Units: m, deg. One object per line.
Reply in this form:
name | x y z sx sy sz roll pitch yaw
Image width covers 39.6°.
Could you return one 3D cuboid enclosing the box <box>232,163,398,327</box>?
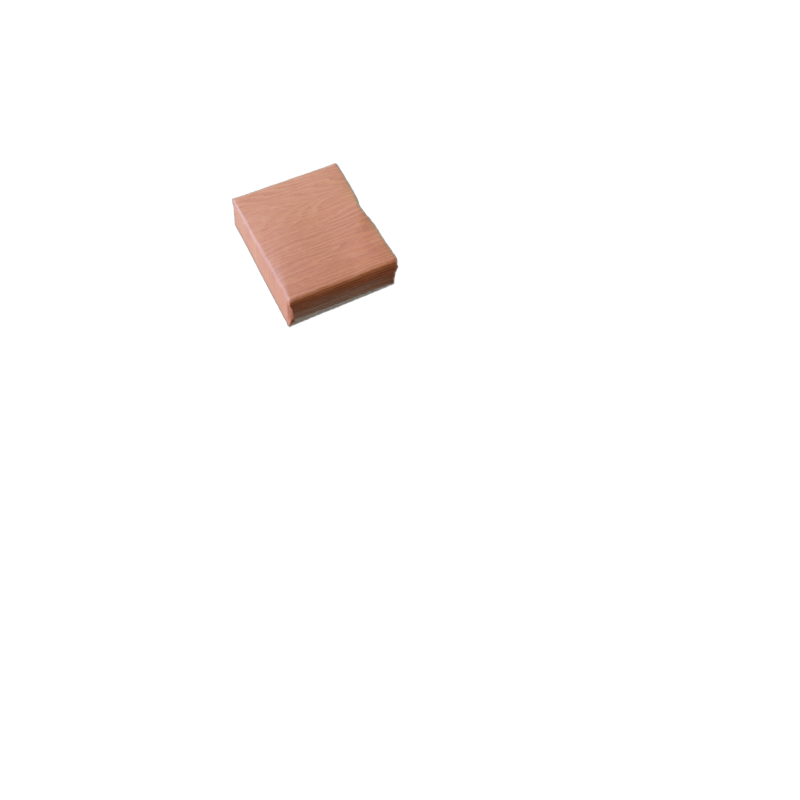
box | -0.054 -0.098 0.685 0.073 0.096 0.028 -22 -31 -14
